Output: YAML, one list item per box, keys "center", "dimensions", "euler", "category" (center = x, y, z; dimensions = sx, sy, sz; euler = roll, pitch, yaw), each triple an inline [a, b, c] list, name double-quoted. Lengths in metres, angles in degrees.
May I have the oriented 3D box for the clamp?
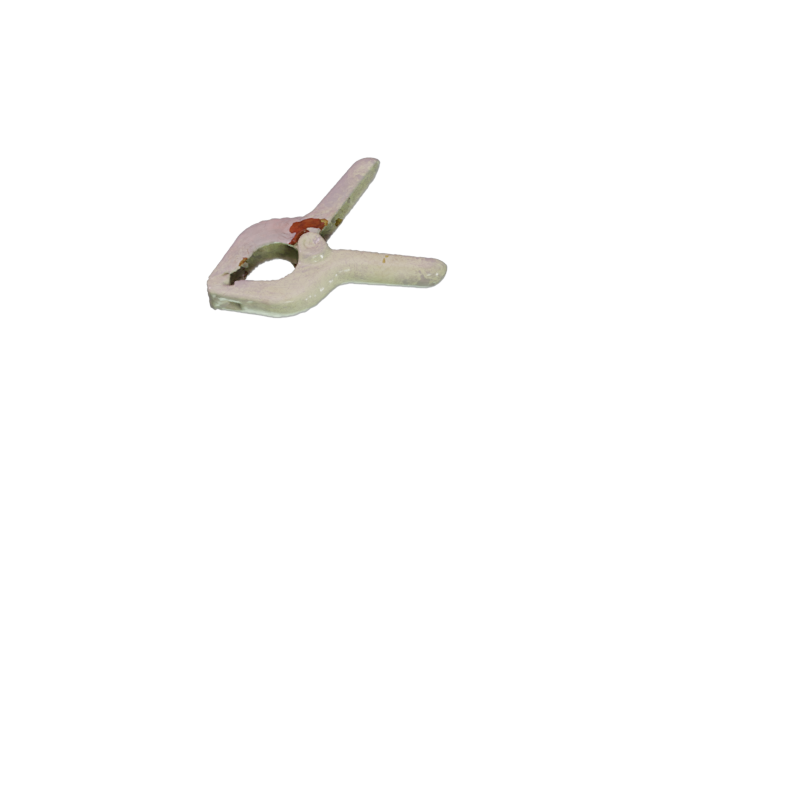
- center: [-0.064, -0.116, 0.816]
  dimensions: [0.170, 0.130, 0.037]
  euler: [-14, -36, -11]
  category: "clamp"
